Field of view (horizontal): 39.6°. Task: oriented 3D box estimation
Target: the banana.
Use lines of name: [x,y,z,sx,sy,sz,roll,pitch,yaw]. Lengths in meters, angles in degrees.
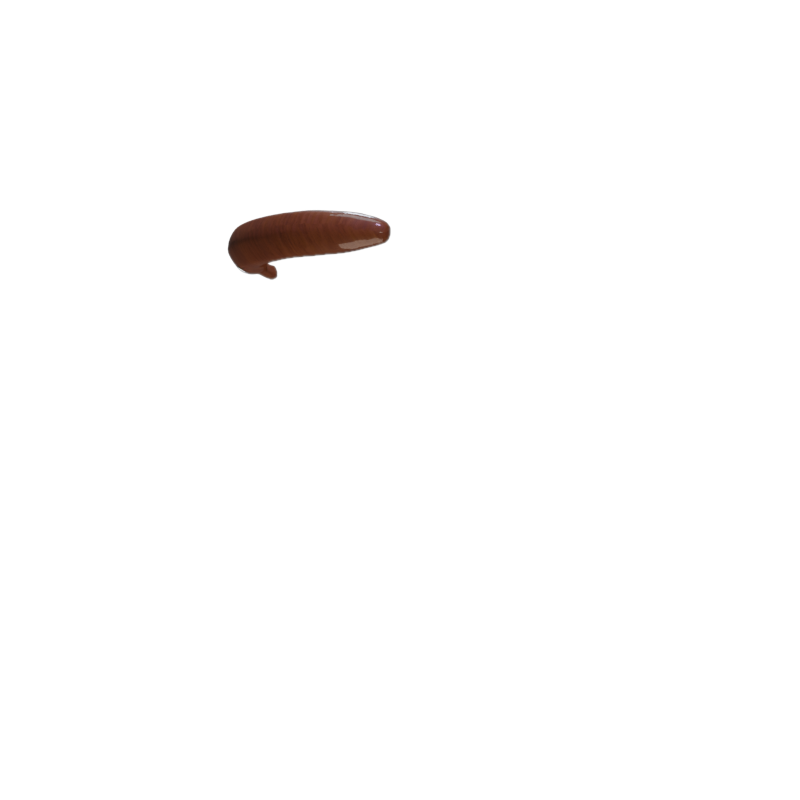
banana: [-0.085,-0.124,0.860,0.067,0.037,0.202,2,-2,-31]
